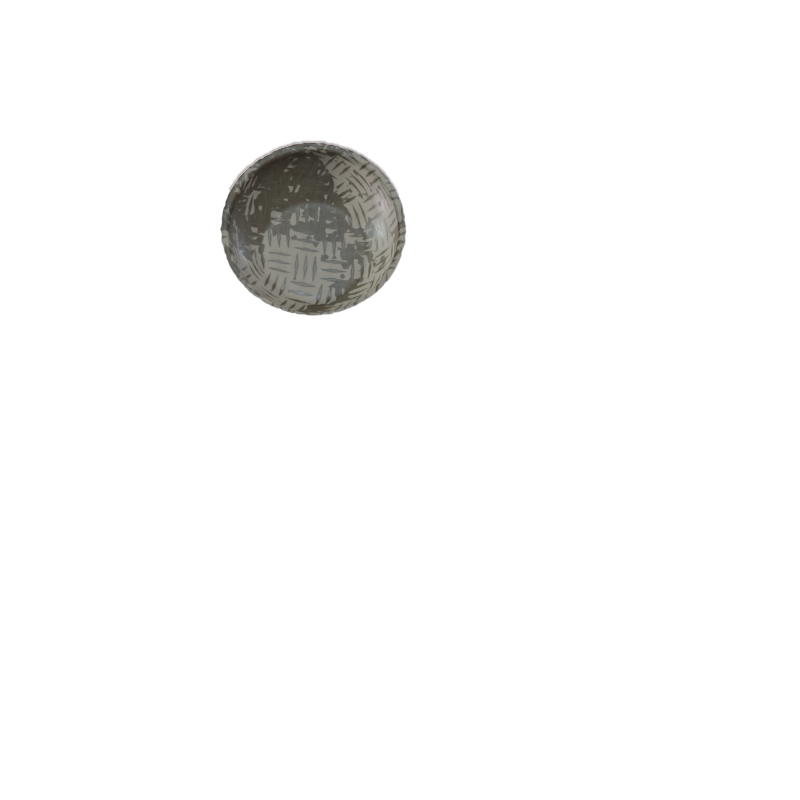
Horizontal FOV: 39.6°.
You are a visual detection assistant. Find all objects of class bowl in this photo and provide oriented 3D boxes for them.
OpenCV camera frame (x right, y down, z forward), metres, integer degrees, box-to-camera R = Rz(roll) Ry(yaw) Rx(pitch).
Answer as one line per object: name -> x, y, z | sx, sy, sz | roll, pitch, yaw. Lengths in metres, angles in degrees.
bowl -> -0.074, -0.135, 0.945 | 0.162, 0.154, 0.058 | 1, 23, -1
